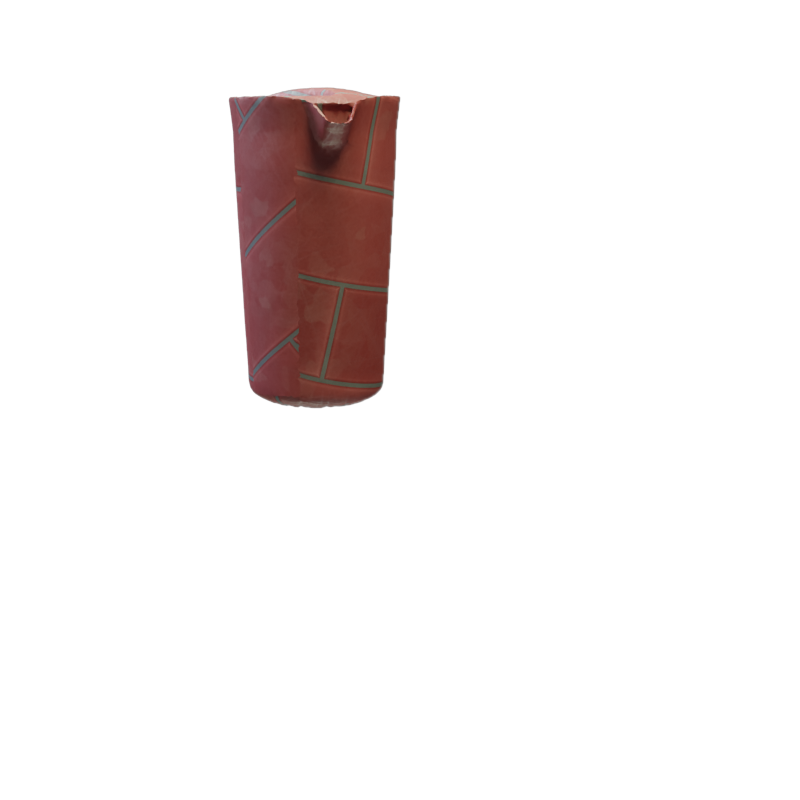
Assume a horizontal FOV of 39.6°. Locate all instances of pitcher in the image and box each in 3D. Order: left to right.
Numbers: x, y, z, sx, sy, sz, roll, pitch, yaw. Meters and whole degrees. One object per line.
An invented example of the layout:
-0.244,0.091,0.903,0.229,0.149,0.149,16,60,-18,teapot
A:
-0.069,-0.126,0.885,0.151,0.239,0.146,5,10,29,pitcher
